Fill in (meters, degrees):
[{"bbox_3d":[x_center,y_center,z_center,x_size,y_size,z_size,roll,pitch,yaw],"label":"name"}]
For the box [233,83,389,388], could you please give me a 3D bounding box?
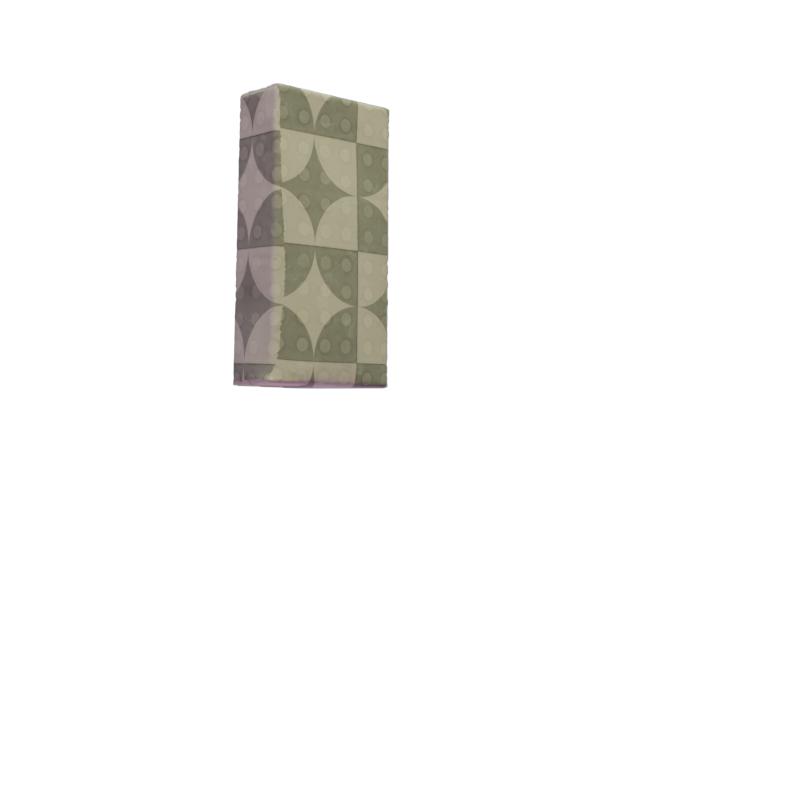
[{"bbox_3d":[-0.053,-0.096,0.674,0.089,0.180,0.049,6,-11,-41],"label":"box"}]
